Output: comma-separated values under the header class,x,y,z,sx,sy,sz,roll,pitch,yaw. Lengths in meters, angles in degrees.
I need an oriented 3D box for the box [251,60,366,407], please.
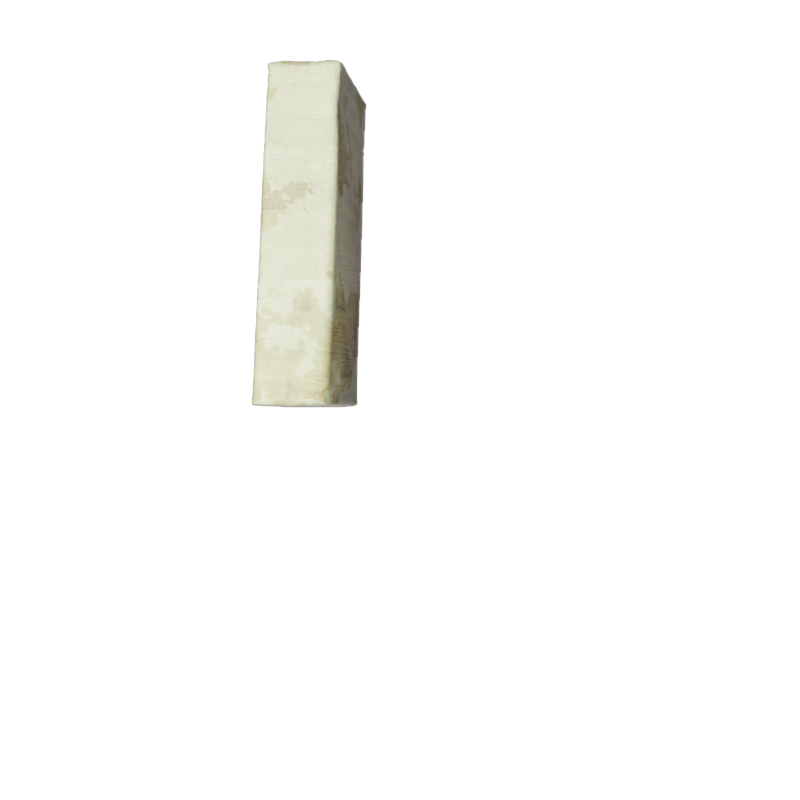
class,x,y,z,sx,sy,sz,roll,pitch,yaw
box,-0.047,-0.085,0.598,0.049,0.180,0.091,-2,-7,8
